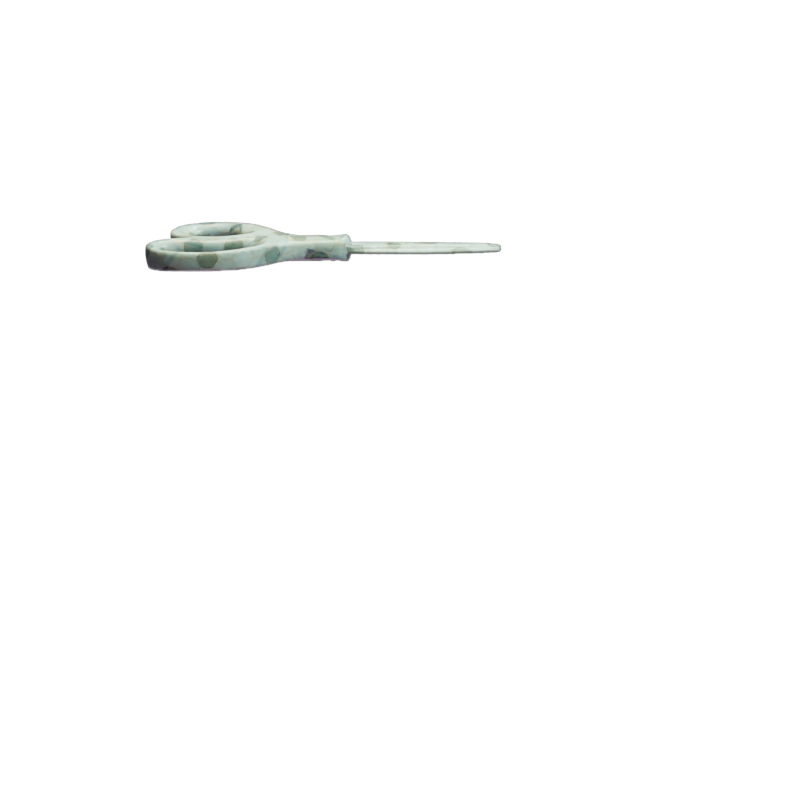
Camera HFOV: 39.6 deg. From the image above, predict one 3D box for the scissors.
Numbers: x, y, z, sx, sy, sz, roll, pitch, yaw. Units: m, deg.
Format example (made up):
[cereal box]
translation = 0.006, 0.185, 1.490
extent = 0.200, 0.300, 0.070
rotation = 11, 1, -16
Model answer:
[scissors]
translation = -0.052, -0.094, 0.661
extent = 0.198, 0.015, 0.101
rotation = -5, 20, -15
